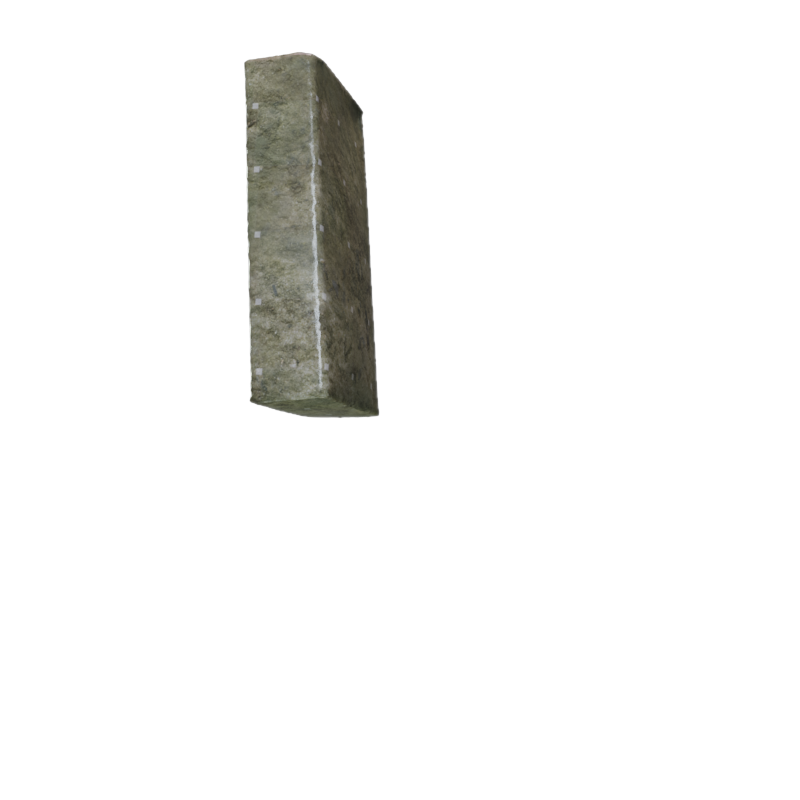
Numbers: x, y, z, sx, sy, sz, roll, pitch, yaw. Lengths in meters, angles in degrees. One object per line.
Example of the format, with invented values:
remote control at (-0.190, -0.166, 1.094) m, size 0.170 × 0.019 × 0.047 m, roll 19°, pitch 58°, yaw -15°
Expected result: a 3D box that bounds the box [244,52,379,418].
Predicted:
box at (-0.045, -0.082, 0.577) m, size 0.049 × 0.182 × 0.089 m, roll -5°, pitch -13°, yaw 15°
